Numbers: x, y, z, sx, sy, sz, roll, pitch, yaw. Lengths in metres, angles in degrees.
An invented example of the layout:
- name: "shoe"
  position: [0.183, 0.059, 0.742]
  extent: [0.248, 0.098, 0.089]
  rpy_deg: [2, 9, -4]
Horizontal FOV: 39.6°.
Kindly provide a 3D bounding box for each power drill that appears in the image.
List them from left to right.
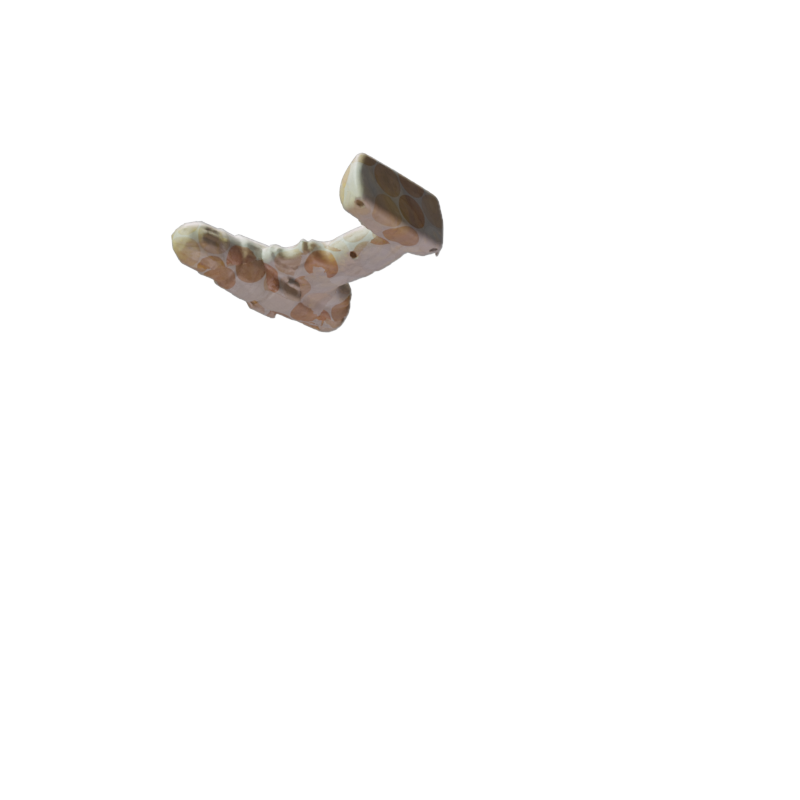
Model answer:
- name: "power drill"
  position: [-0.073, -0.132, 0.928]
  extent: [0.173, 0.061, 0.187]
  rpy_deg: [24, -36, -38]
